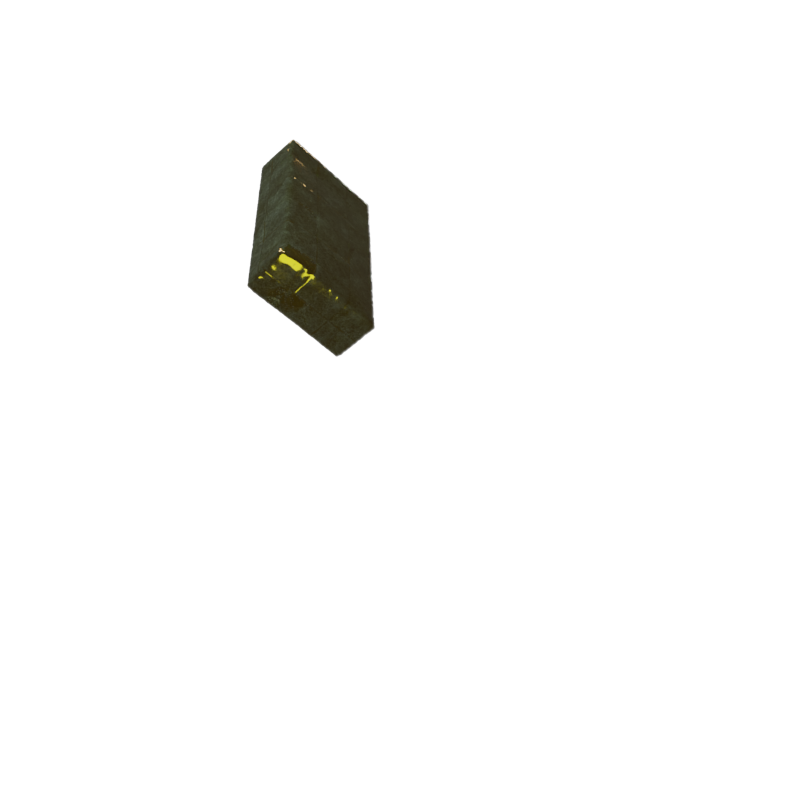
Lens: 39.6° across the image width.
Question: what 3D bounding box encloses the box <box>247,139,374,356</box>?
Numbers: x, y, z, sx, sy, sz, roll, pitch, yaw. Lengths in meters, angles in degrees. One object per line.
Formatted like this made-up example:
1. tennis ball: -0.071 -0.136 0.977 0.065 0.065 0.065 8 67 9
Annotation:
1. box: -0.067 -0.122 0.856 0.088 0.047 0.188 38 25 -26
